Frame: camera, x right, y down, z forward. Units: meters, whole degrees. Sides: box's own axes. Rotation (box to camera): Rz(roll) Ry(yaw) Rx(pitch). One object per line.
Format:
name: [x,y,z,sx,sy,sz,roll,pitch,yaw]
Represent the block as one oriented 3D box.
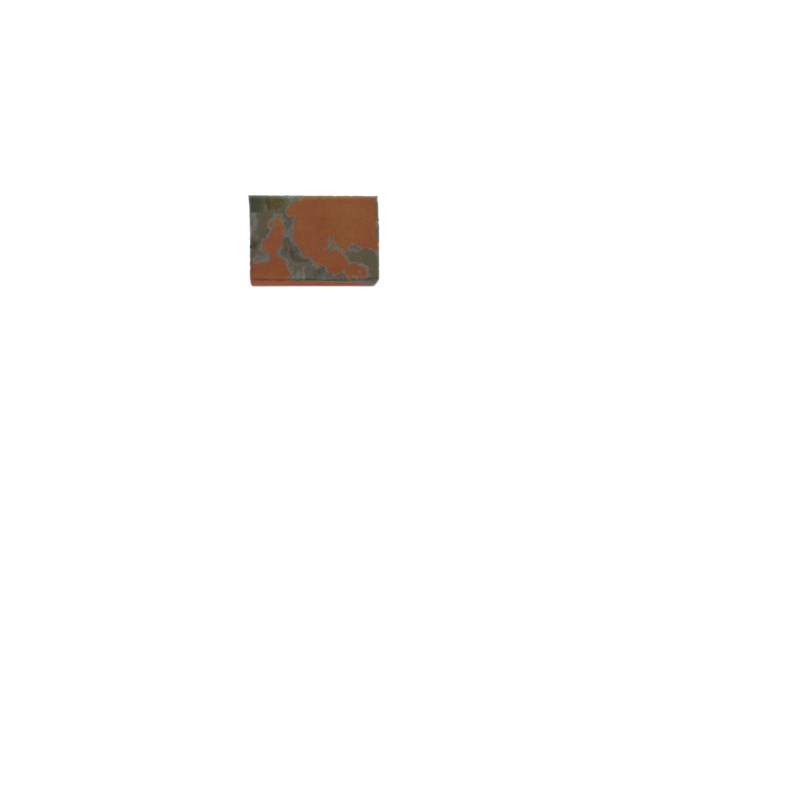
block: [-0.052,-0.095,0.665,0.078,0.052,0.053,0,-2,-4]
